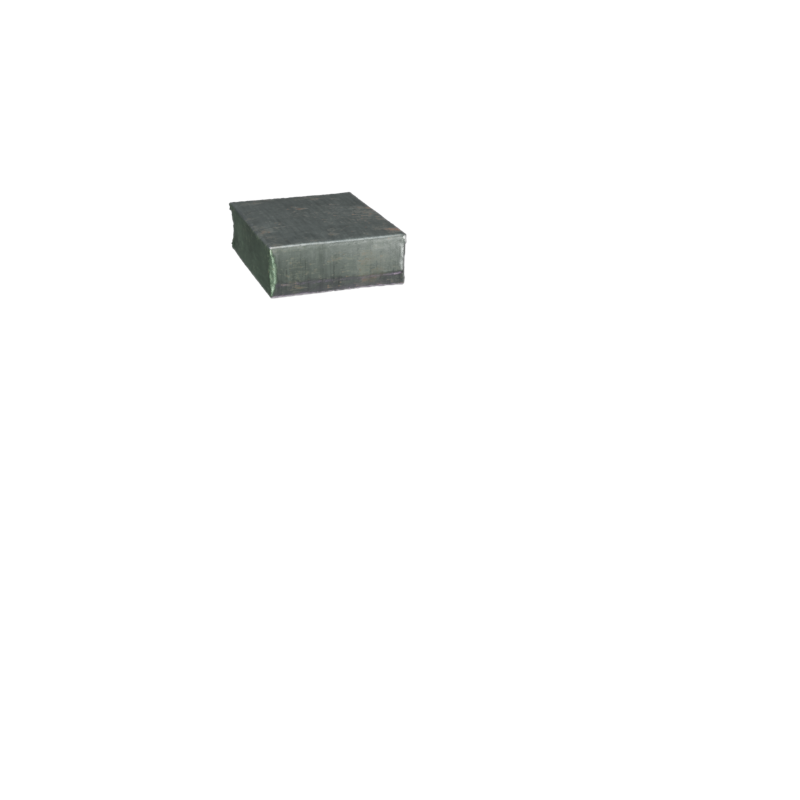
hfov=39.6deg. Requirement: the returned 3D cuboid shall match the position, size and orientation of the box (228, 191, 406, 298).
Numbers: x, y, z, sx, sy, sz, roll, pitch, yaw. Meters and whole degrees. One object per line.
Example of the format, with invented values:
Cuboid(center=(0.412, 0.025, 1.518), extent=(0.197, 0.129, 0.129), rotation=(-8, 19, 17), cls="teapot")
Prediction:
Cuboid(center=(-0.057, -0.104, 0.731), extent=(0.088, 0.037, 0.121), rotation=(-7, 23, -18), cls="box")
